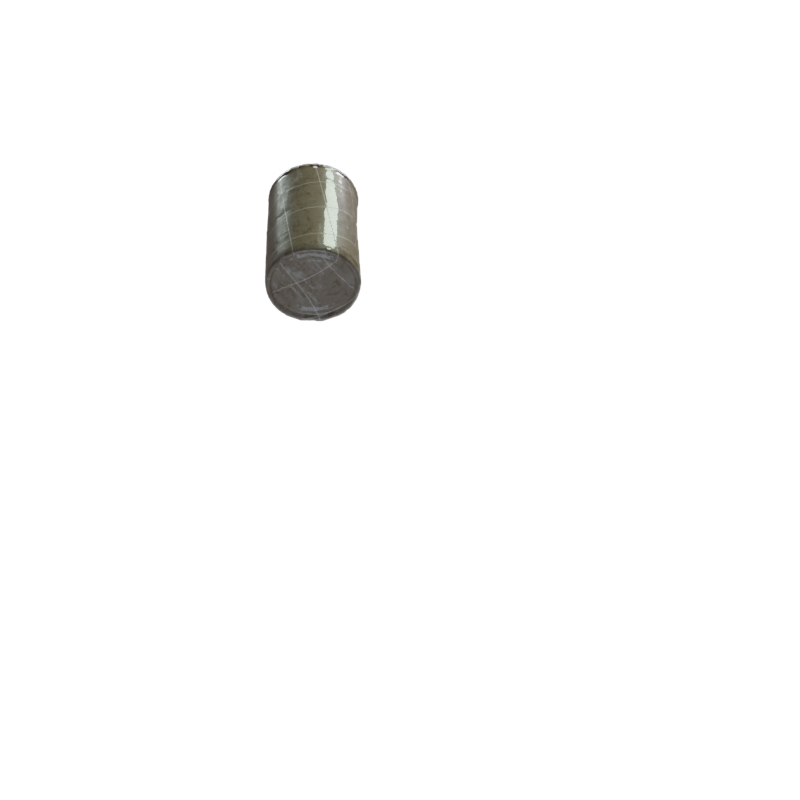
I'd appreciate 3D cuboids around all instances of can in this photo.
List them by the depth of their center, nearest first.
[{"bbox_3d":[-0.062,-0.114,0.796,0.068,0.064,0.110,-1,42,-3],"label":"can"}]
